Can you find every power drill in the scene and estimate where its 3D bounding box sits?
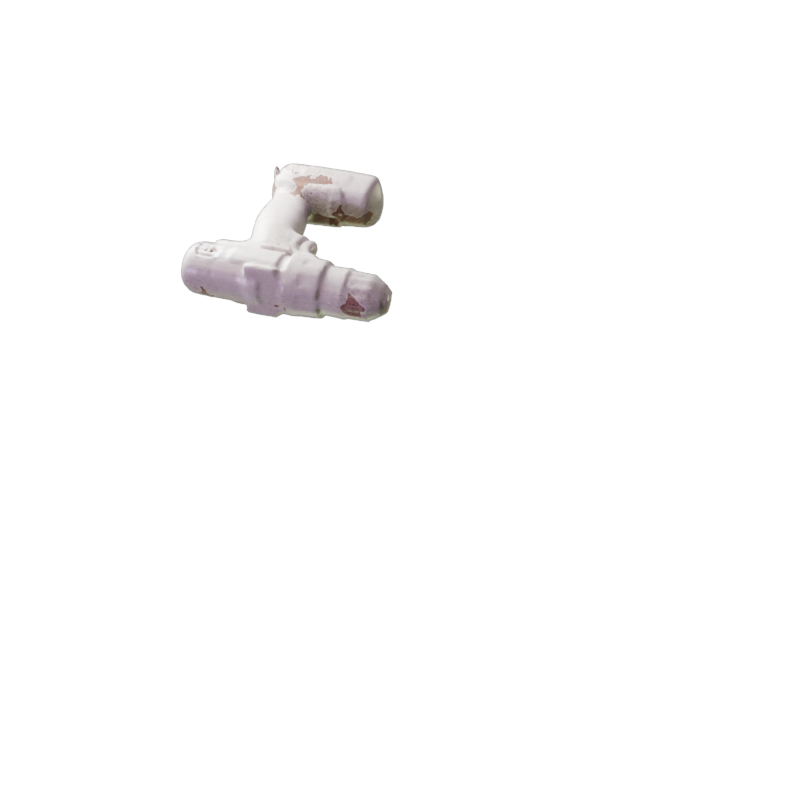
[{"bbox_3d":[-0.077,-0.140,0.981,0.190,0.054,0.195,11,37,15],"label":"power drill"}]
